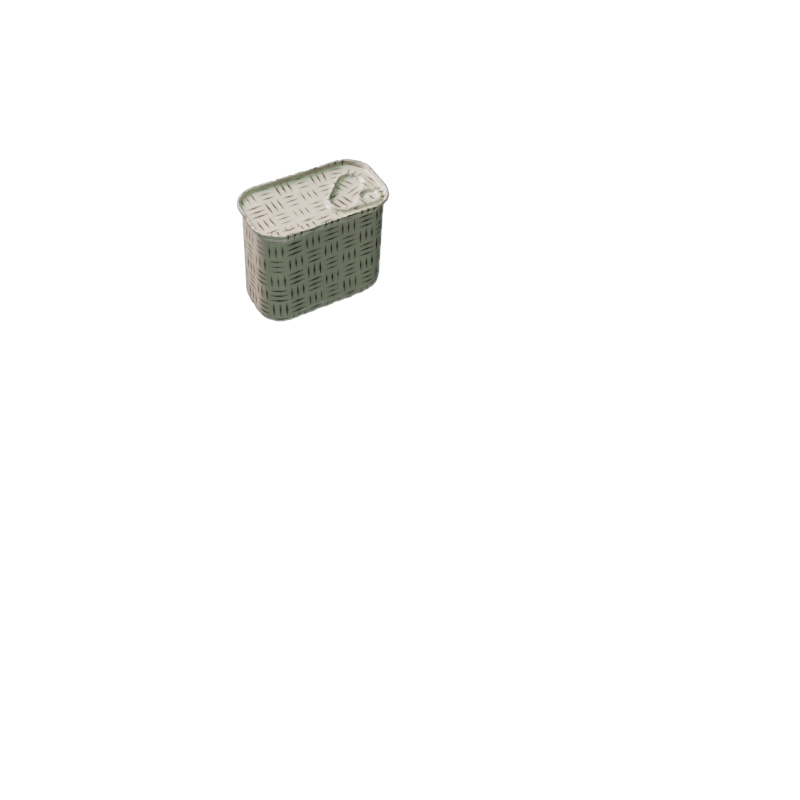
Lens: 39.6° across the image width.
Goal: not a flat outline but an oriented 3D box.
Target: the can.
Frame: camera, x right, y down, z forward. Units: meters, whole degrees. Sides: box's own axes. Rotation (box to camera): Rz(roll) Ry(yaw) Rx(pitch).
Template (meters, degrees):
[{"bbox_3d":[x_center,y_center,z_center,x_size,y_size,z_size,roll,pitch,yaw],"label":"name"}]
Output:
[{"bbox_3d":[-0.061,-0.112,0.781,0.101,0.078,0.062,-21,51,-21],"label":"can"}]
